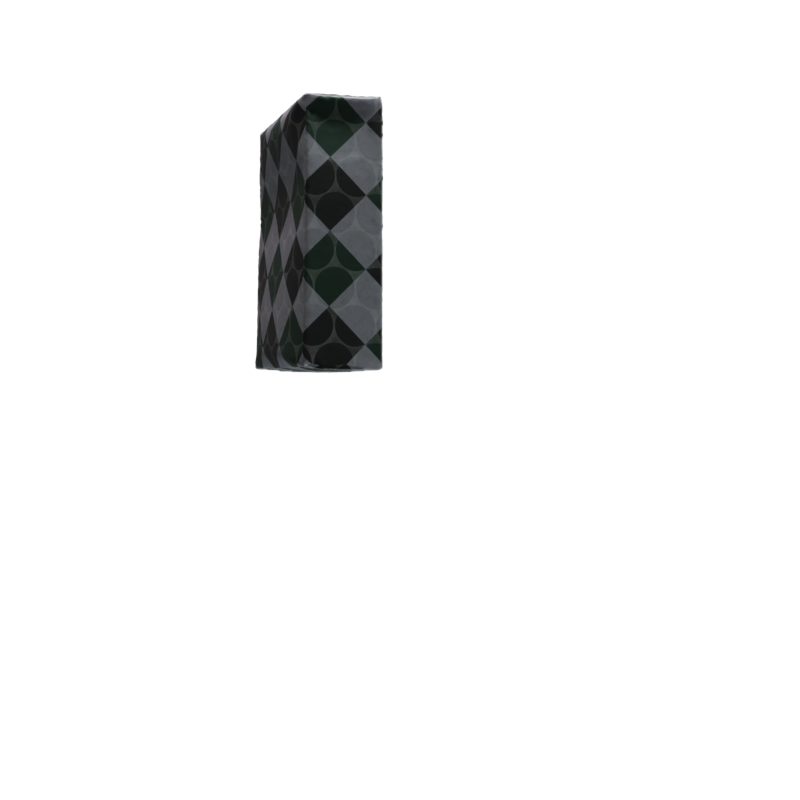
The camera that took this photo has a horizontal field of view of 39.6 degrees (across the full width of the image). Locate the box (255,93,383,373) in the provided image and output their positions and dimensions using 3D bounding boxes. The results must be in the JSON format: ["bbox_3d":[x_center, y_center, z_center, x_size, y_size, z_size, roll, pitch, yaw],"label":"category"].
[{"bbox_3d":[-0.072,-0.130,0.914,0.070,0.217,0.166,1,-4,-19],"label":"box"}]
